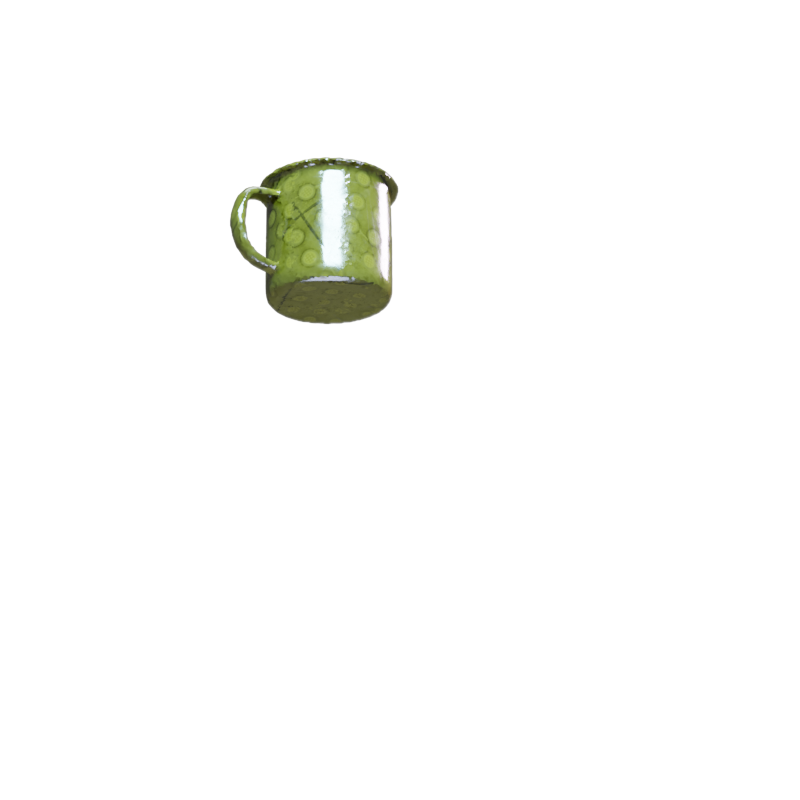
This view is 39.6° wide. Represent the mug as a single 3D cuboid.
[{"bbox_3d":[-0.056,-0.102,0.718,0.111,0.086,0.093,14,-26,-33],"label":"mug"}]
